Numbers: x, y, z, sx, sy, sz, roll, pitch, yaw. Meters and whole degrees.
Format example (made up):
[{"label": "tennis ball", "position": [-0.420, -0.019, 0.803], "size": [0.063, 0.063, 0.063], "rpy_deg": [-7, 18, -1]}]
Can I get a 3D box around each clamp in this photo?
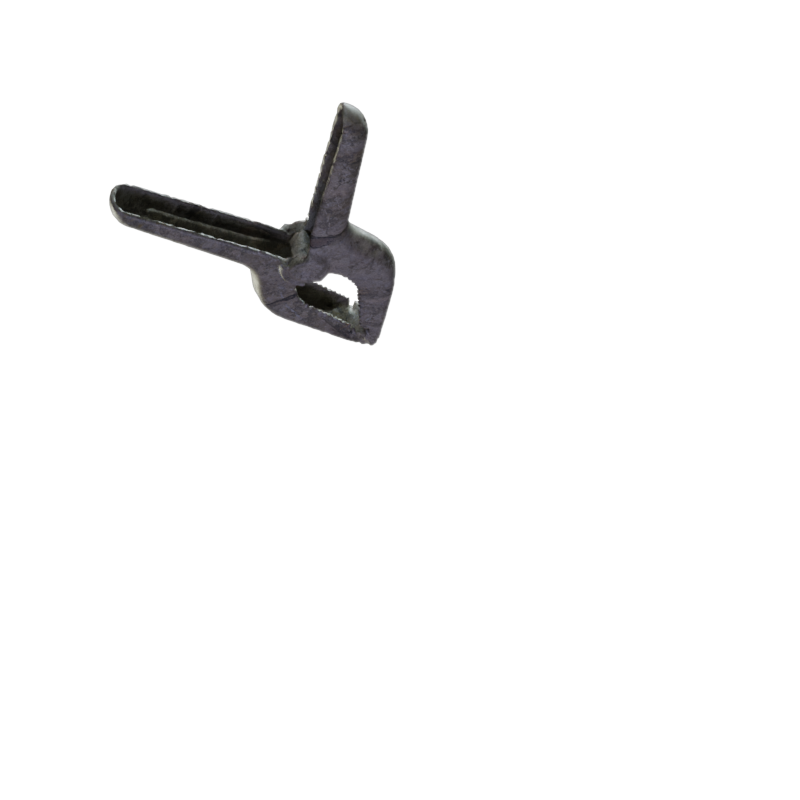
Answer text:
[{"label": "clamp", "position": [-0.054, -0.099, 0.693], "size": [0.166, 0.039, 0.194], "rpy_deg": [-19, -37, 26]}]
